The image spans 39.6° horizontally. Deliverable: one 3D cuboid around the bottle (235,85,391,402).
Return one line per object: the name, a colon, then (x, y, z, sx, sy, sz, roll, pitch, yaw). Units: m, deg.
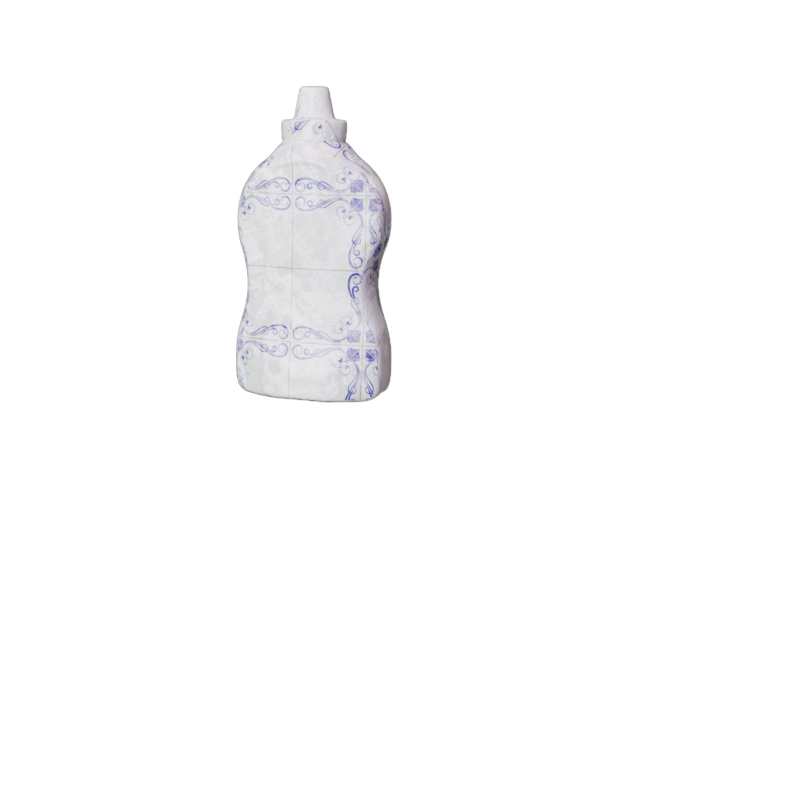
bottle: (-0.054, -0.099, 0.691, 0.099, 0.189, 0.057, 3, 6, 20)
